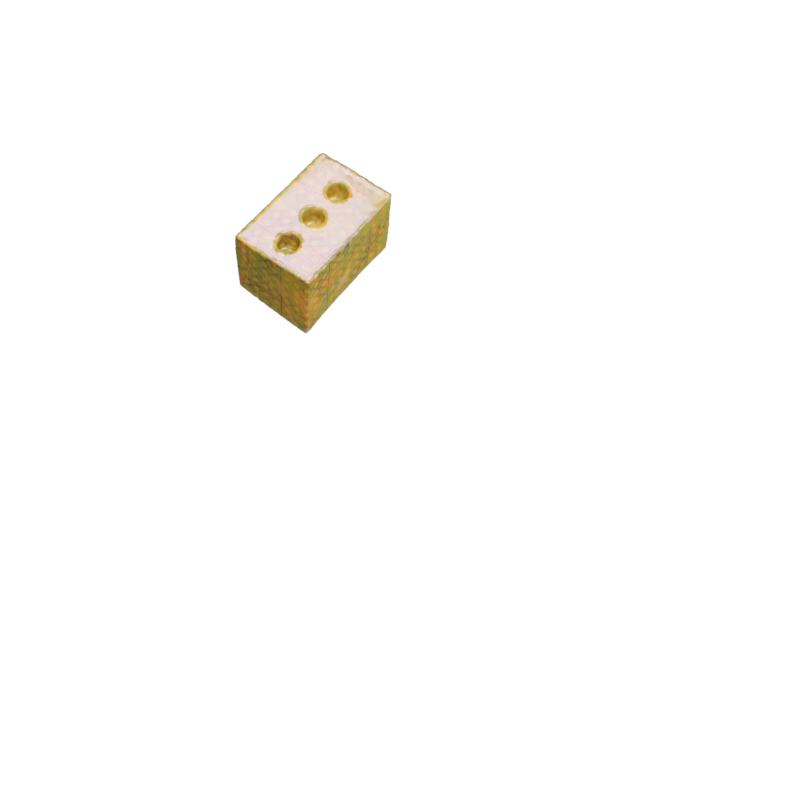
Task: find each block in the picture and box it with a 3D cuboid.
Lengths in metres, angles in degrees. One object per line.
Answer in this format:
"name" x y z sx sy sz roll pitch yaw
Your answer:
"block" -0.049 -0.090 0.629 0.055 0.080 0.048 33 -26 16
